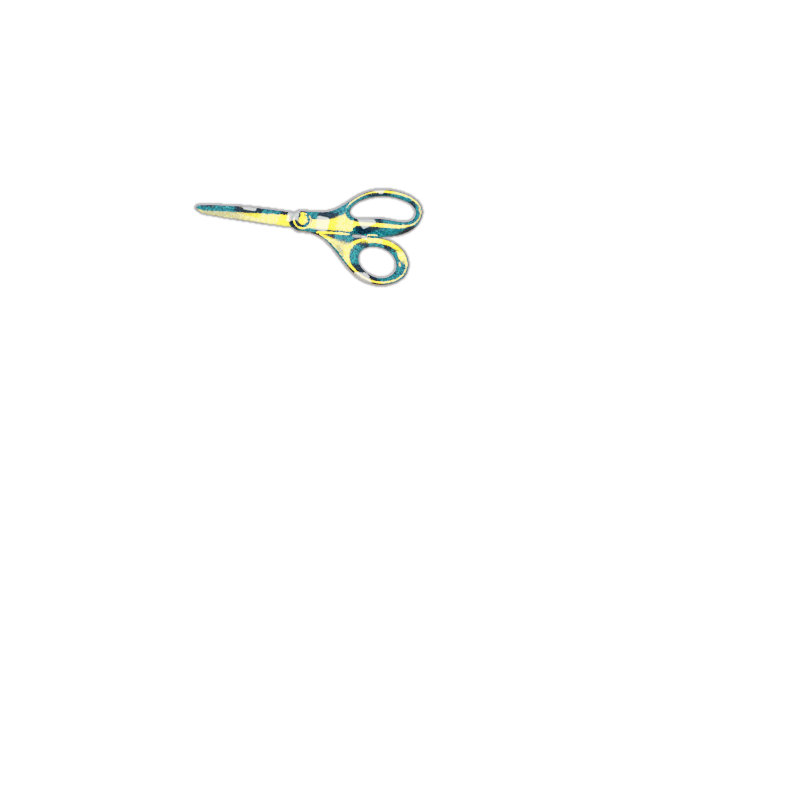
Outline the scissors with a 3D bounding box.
[{"bbox_3d":[-0.078,-0.141,0.990,0.201,0.099,0.015,-8,-12,-2],"label":"scissors"}]
